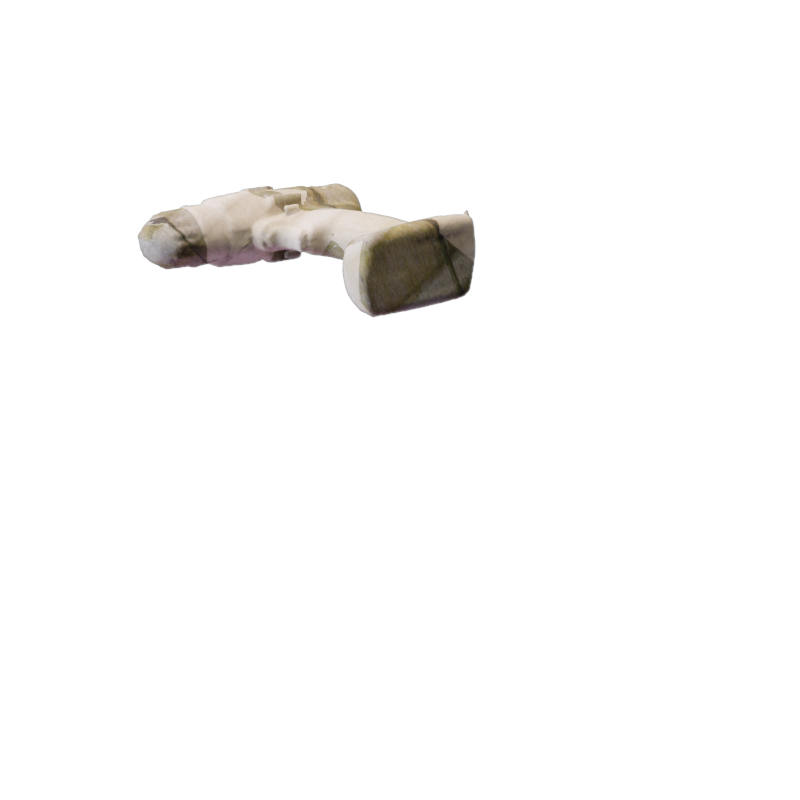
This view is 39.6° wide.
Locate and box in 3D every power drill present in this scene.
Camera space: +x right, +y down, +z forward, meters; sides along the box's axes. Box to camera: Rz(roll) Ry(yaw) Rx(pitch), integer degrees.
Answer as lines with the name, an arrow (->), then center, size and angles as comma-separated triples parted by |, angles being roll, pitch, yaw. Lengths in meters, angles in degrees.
power drill -> -0.059, -0.107, 0.750 | 0.181, 0.055, 0.199 | -18, 28, -38
